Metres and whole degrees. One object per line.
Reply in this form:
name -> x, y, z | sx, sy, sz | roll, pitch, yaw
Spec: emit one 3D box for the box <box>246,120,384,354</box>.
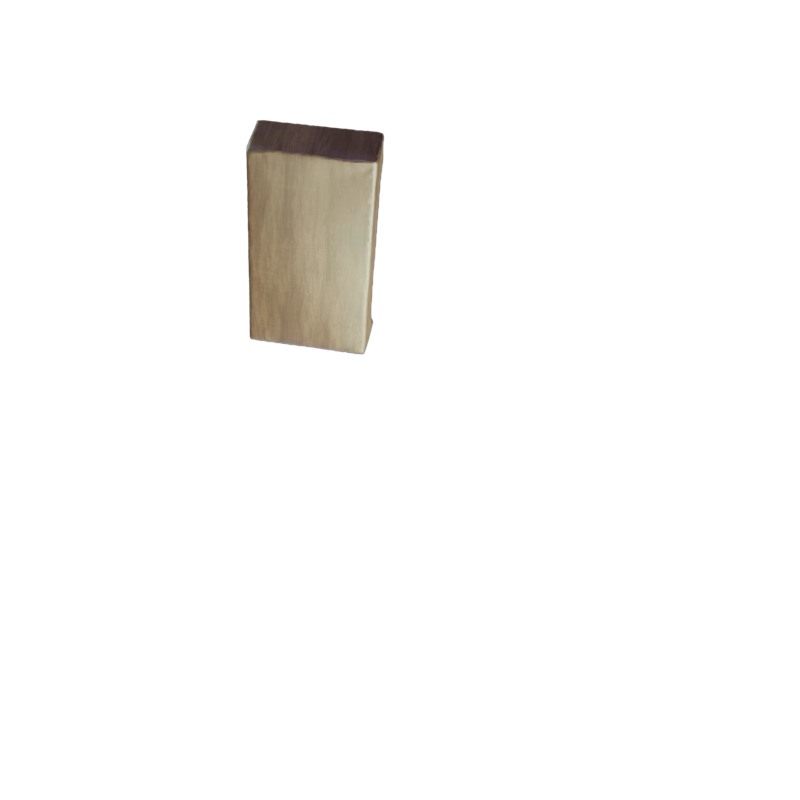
box -> -0.064, -0.115, 0.809 | 0.094, 0.164, 0.051 | 8, 43, 5
